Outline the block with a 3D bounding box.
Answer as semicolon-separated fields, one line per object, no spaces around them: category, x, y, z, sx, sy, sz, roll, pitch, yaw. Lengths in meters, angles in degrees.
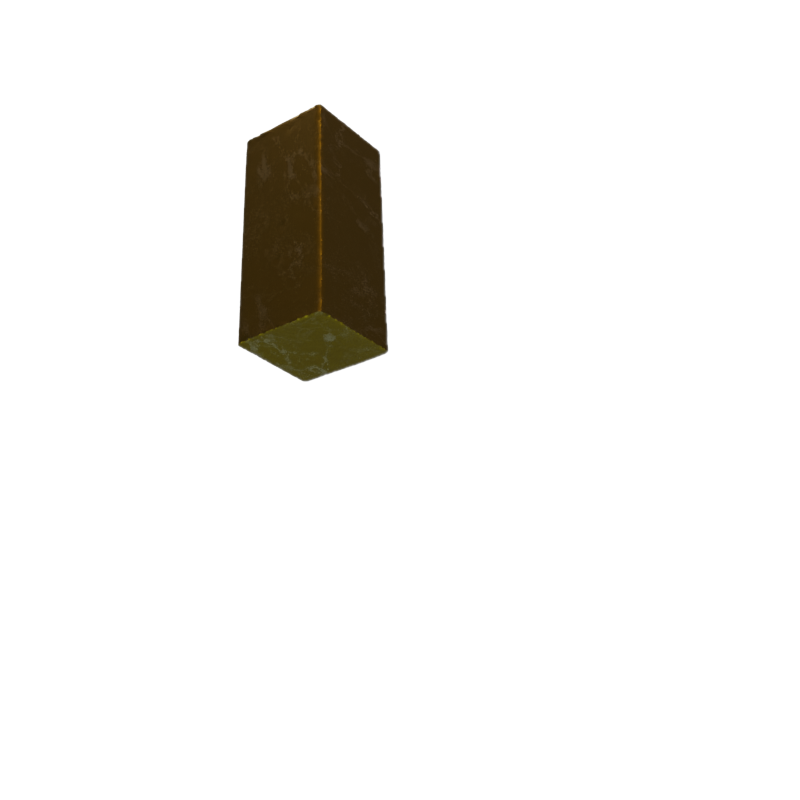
block;-0.074;-0.135;0.946;0.091;0.220;0.084;-22;-36;30
